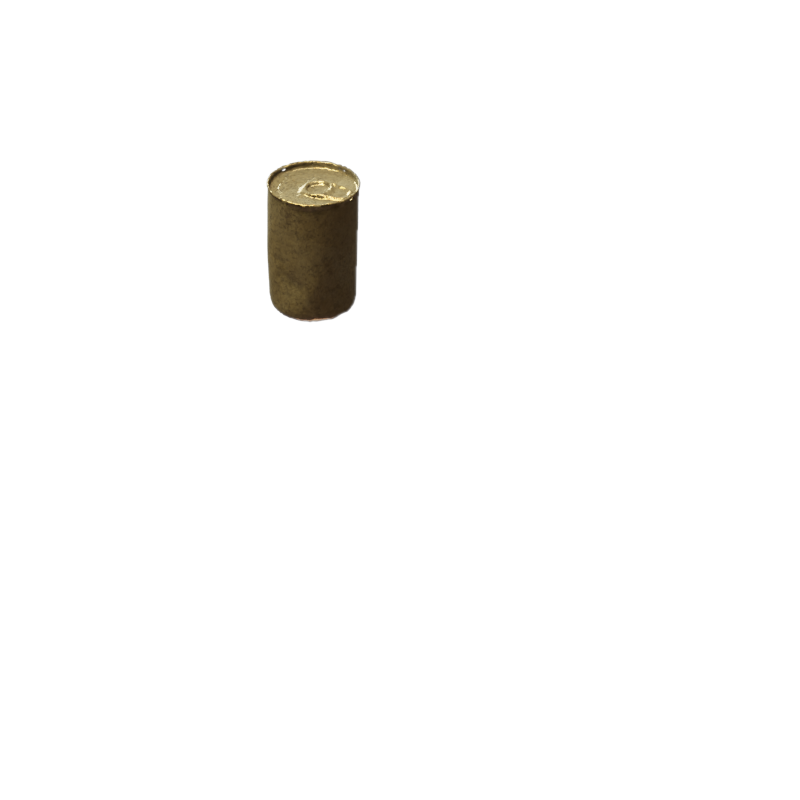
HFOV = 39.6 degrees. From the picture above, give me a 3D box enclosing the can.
[{"bbox_3d":[-0.065,-0.118,0.826,0.068,0.096,0.073,0,35,-3],"label":"can"}]
